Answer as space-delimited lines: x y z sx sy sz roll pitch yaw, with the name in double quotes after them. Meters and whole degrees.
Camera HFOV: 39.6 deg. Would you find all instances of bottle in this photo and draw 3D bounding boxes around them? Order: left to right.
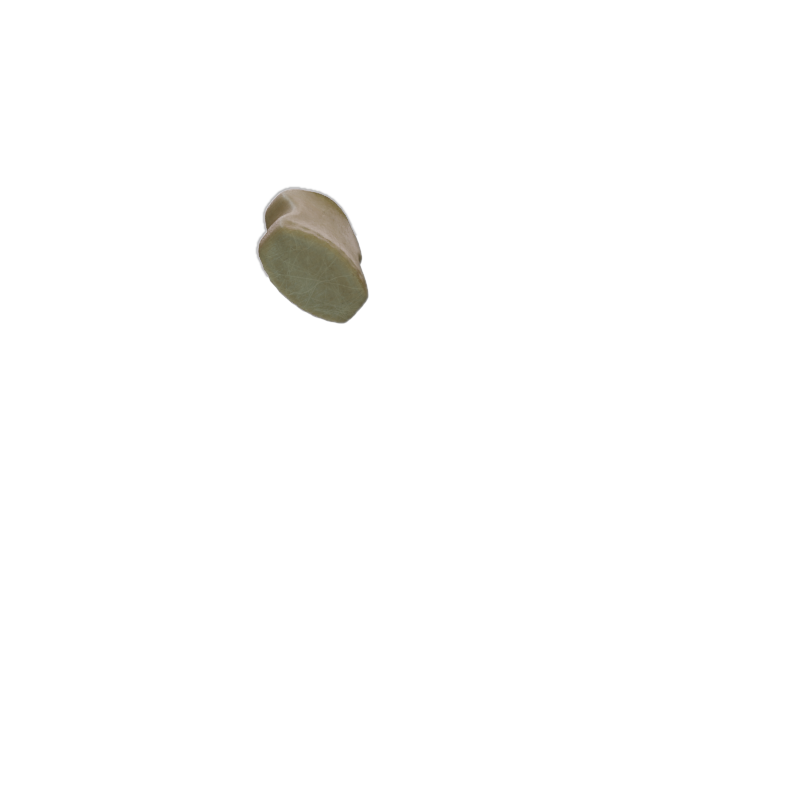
-0.075 -0.138 0.965 0.093 0.057 0.201 36 17 -17 "bottle"
